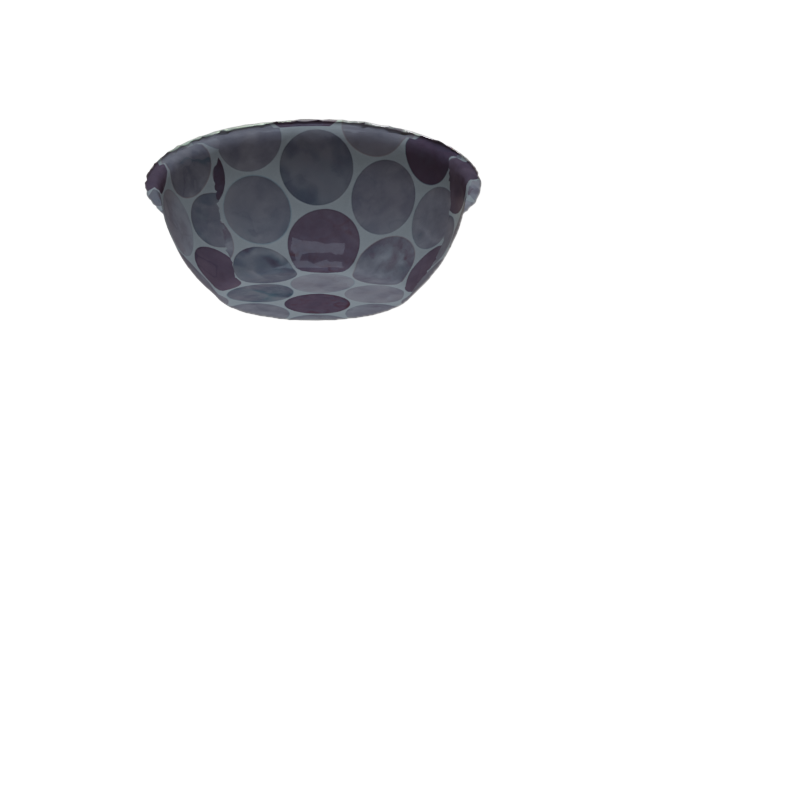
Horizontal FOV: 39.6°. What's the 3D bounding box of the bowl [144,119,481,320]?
[{"bbox_3d":[-0.041,-0.076,0.529,0.162,0.057,0.157,0,-12,-2],"label":"bowl"}]
